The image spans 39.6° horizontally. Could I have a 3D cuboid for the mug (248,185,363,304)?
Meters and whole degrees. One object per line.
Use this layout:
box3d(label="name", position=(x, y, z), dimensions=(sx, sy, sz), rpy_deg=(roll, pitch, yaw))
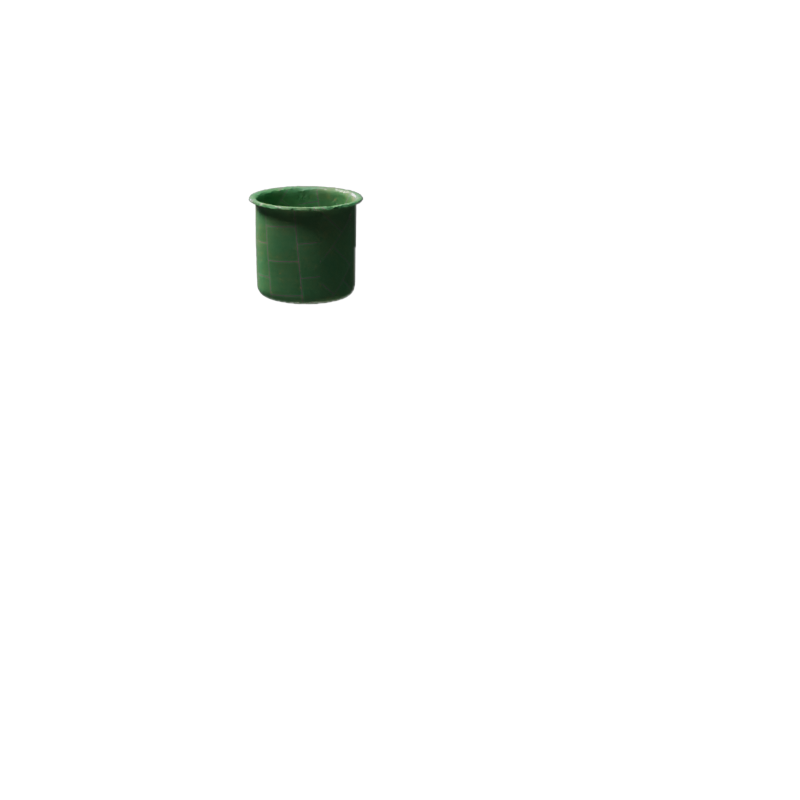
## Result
box3d(label="mug", position=(-0.072, -0.131, 0.920), dimensions=(0.097, 0.078, 0.117), rpy_deg=(10, 21, 26))
